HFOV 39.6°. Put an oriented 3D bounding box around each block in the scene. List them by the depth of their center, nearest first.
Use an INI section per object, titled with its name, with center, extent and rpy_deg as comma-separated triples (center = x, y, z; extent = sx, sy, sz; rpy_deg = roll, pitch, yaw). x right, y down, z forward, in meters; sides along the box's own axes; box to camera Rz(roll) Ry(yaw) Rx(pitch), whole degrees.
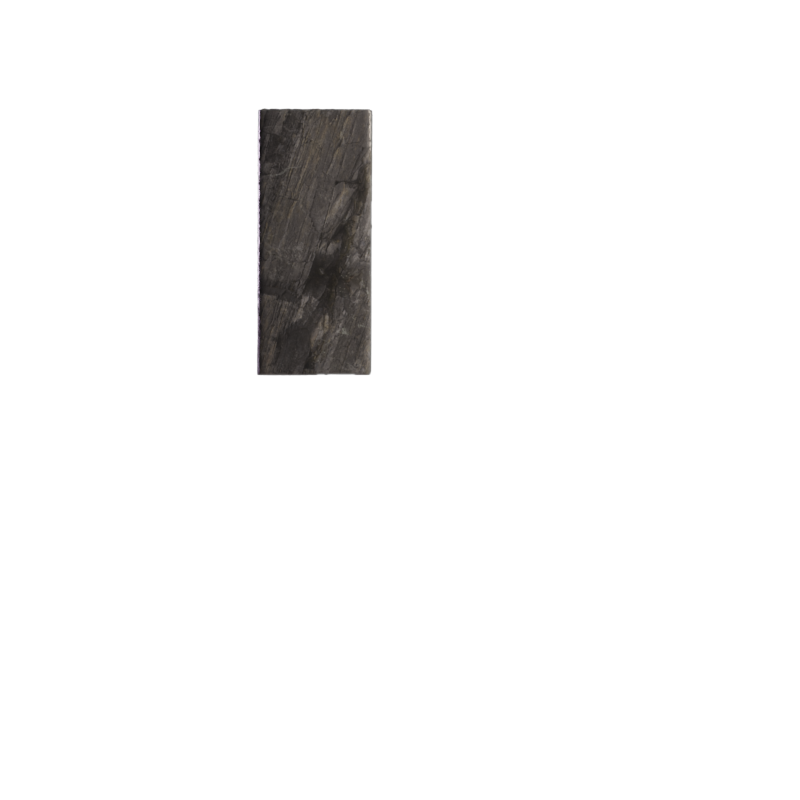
[block]
center = -0.070, -0.128, 0.897
extent = 0.090, 0.206, 0.091
rpy_deg = 0, 1, -4
